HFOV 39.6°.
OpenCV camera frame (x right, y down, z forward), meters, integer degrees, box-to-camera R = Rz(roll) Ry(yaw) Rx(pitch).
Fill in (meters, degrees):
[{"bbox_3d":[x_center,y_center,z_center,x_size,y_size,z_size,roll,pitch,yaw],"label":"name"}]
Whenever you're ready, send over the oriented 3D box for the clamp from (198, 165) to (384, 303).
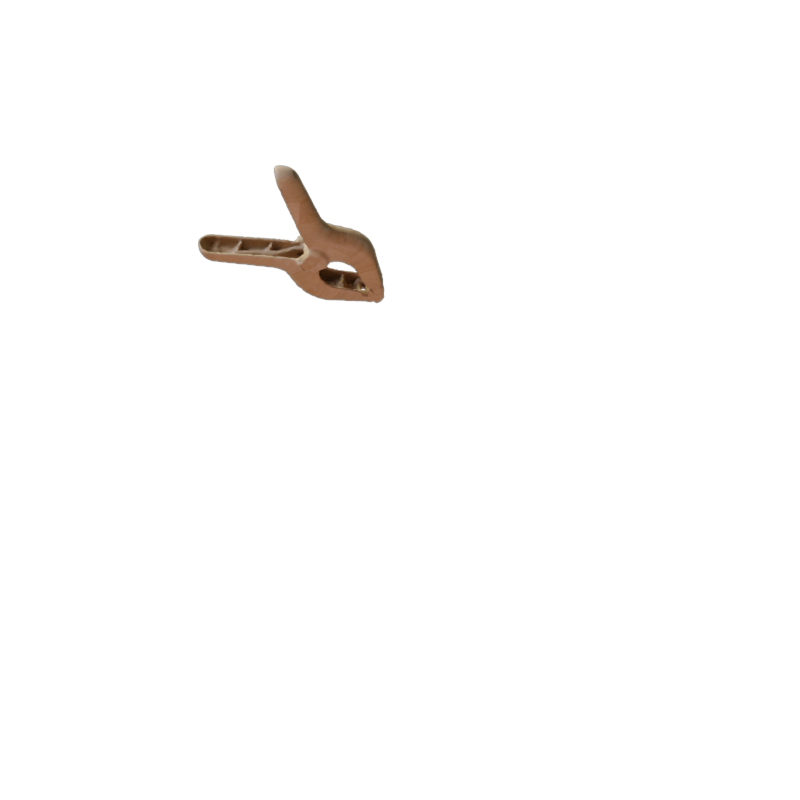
[{"bbox_3d":[-0.075,-0.137,0.960,0.164,0.042,0.117,19,-38,-26],"label":"clamp"}]
